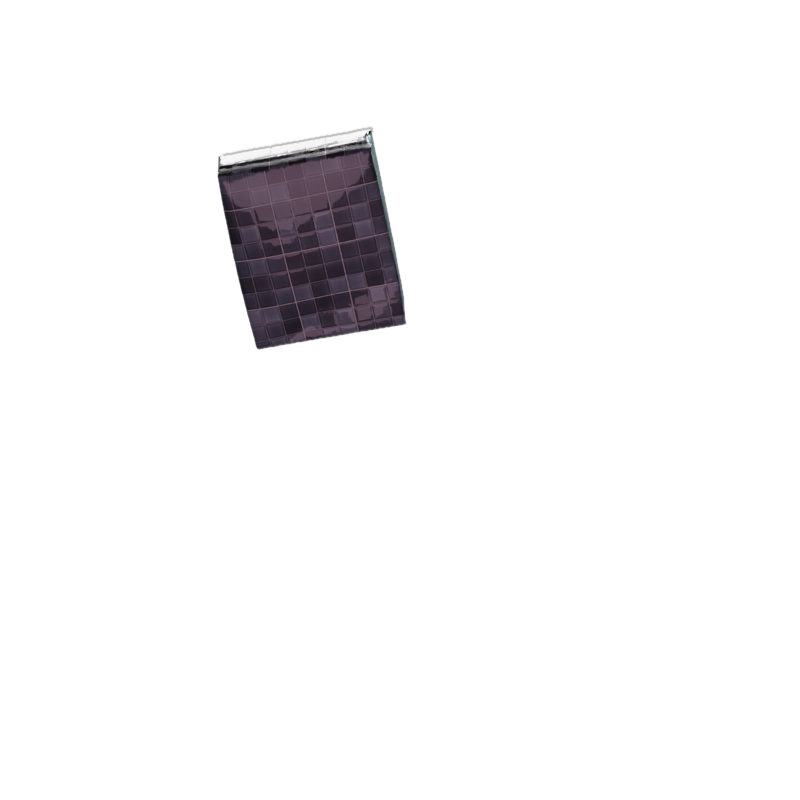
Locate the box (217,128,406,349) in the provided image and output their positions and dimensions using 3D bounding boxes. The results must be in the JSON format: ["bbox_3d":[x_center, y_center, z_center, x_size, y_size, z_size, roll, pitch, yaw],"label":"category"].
[{"bbox_3d":[-0.049,-0.090,0.630,0.090,0.107,0.041,-9,27,4],"label":"box"}]
